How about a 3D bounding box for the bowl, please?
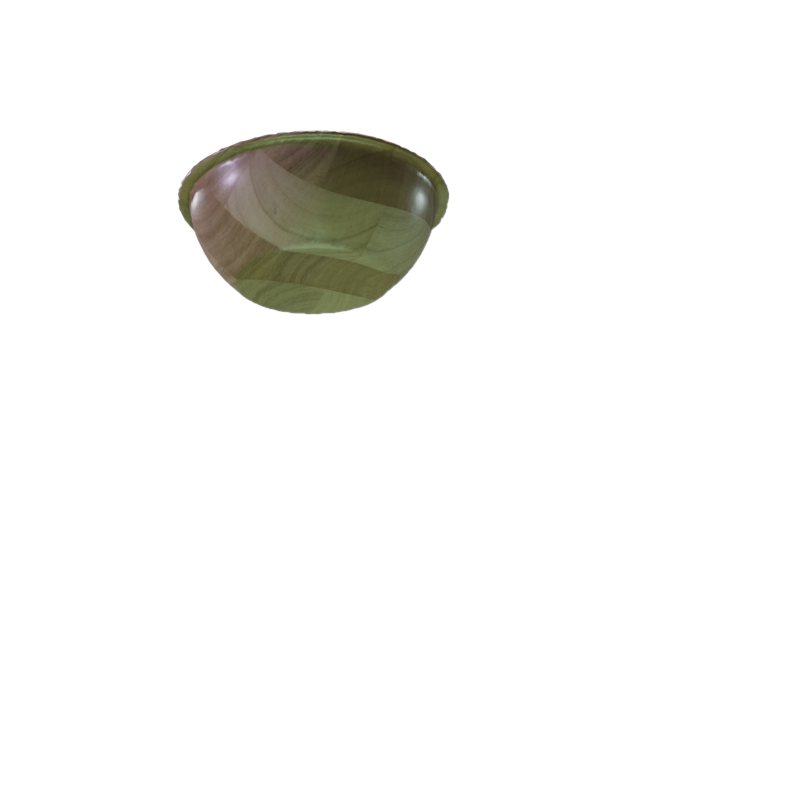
[{"bbox_3d":[-0.051,-0.093,0.652,0.162,0.058,0.154,1,-21,-2],"label":"bowl"}]
